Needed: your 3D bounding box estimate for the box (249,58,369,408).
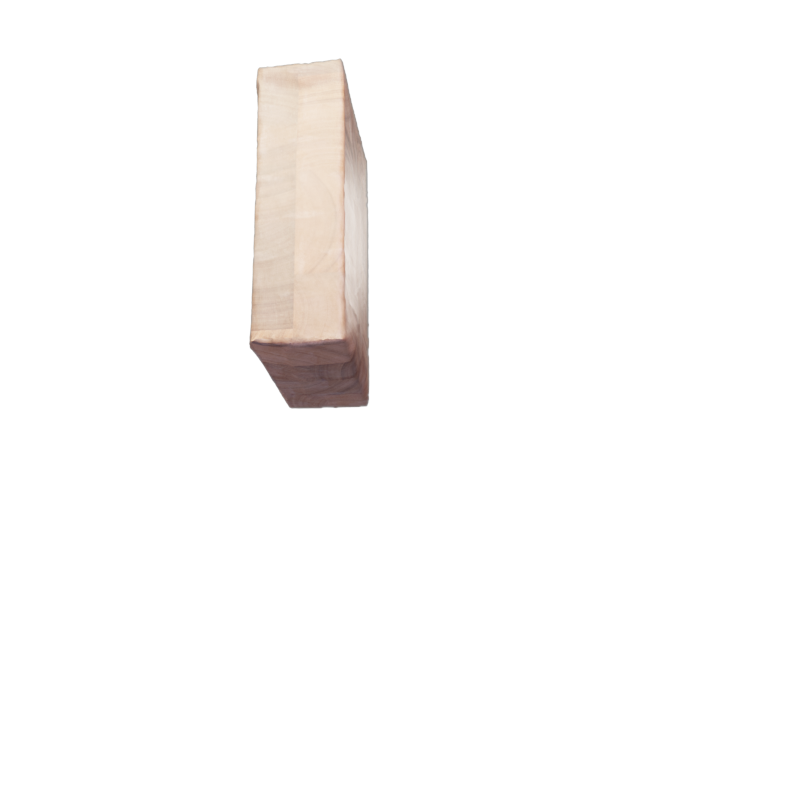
[{"bbox_3d":[-0.064,-0.117,0.821,0.072,0.225,0.155,-3,-20,4],"label":"box"}]
